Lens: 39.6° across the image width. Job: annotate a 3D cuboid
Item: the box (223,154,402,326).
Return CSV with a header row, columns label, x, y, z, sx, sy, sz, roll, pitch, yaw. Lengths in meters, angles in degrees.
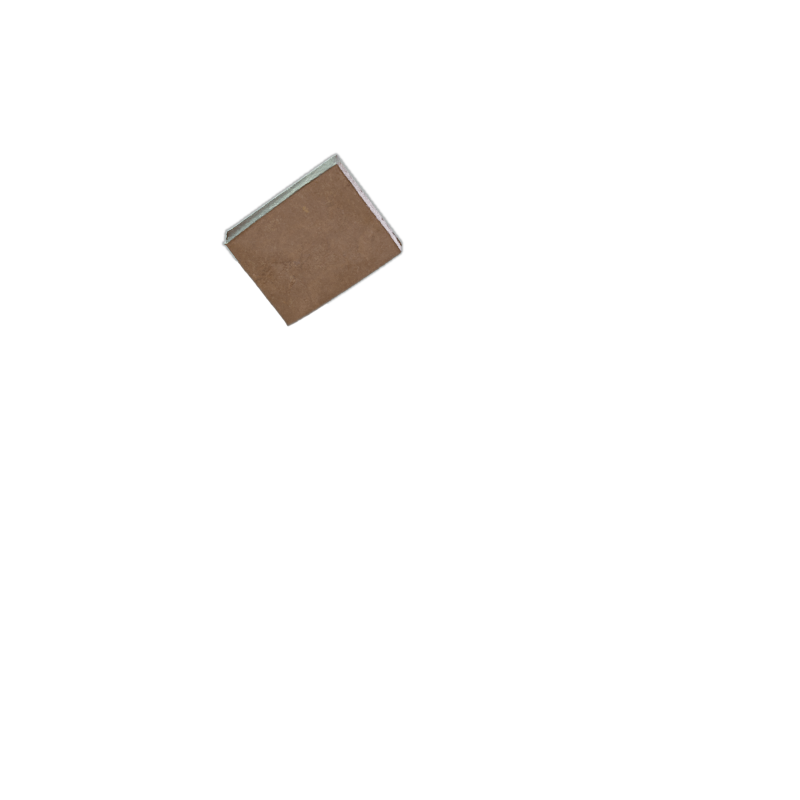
label,x,y,z,sx,sy,sz,roll,pitch,yaw
box,-0.068,-0.124,0.872,0.113,0.087,0.040,-34,15,9
